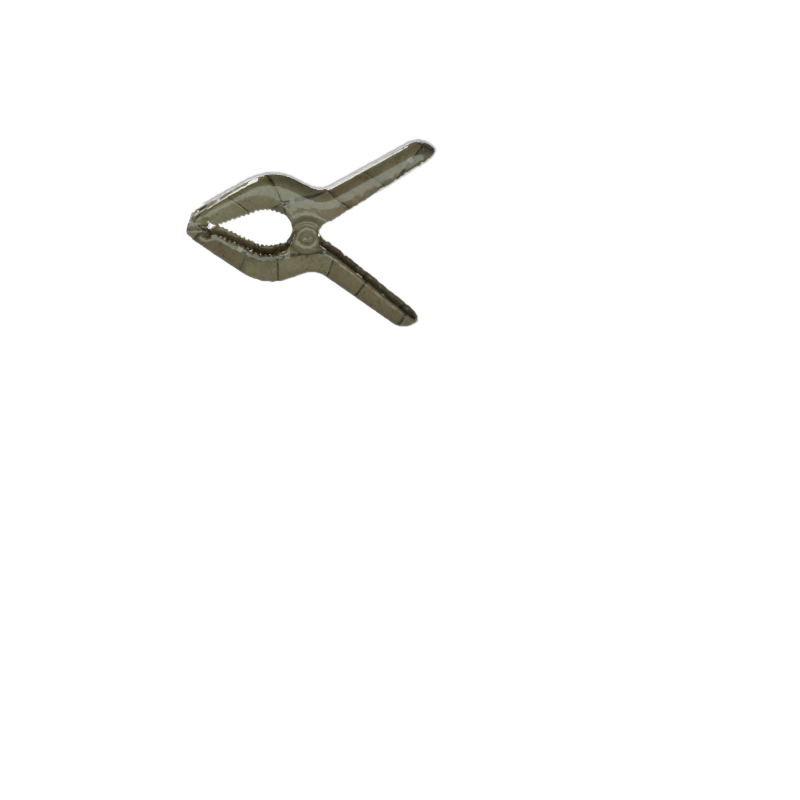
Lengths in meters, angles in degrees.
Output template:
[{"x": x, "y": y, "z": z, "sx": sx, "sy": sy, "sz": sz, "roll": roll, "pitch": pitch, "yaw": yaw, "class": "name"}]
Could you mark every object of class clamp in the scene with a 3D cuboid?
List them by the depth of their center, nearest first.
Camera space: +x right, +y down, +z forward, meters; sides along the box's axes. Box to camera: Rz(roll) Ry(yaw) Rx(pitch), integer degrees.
[{"x": -0.074, "y": -0.134, "z": 0.940, "sx": 0.210, "sy": 0.157, "sz": 0.038, "roll": -3, "pitch": 20, "yaw": 1, "class": "clamp"}]
